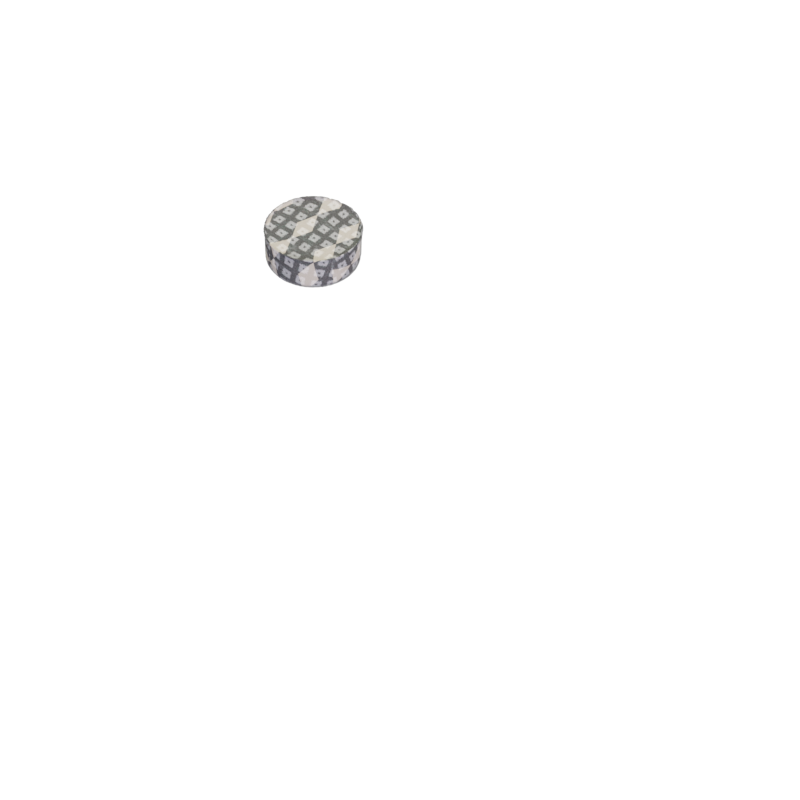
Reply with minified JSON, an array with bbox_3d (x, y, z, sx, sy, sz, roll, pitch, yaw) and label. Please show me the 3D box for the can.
[{"bbox_3d":[-0.076,-0.138,0.965,0.086,0.092,0.031,-1,-44,-1],"label":"can"}]
